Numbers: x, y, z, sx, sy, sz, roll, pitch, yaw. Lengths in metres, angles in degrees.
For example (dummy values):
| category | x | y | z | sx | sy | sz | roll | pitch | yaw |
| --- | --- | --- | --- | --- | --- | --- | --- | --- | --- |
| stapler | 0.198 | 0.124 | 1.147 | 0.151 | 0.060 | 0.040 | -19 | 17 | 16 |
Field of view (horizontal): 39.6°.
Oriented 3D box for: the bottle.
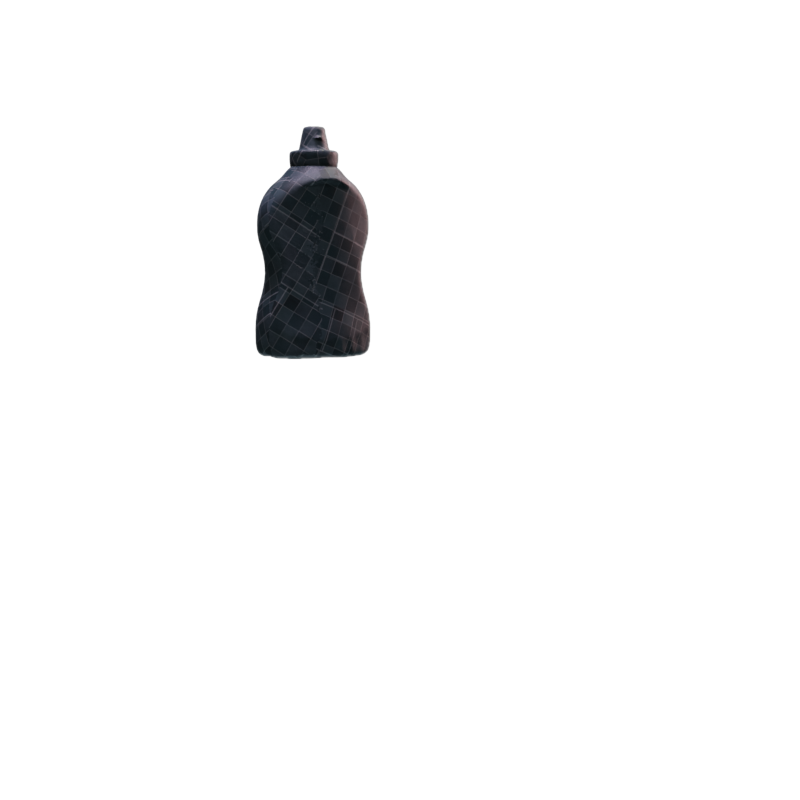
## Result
| category | x | y | z | sx | sy | sz | roll | pitch | yaw |
| --- | --- | --- | --- | --- | --- | --- | --- | --- | --- |
| bottle | -0.072 | -0.133 | 0.928 | 0.093 | 0.192 | 0.060 | 0 | 0 | -26 |
